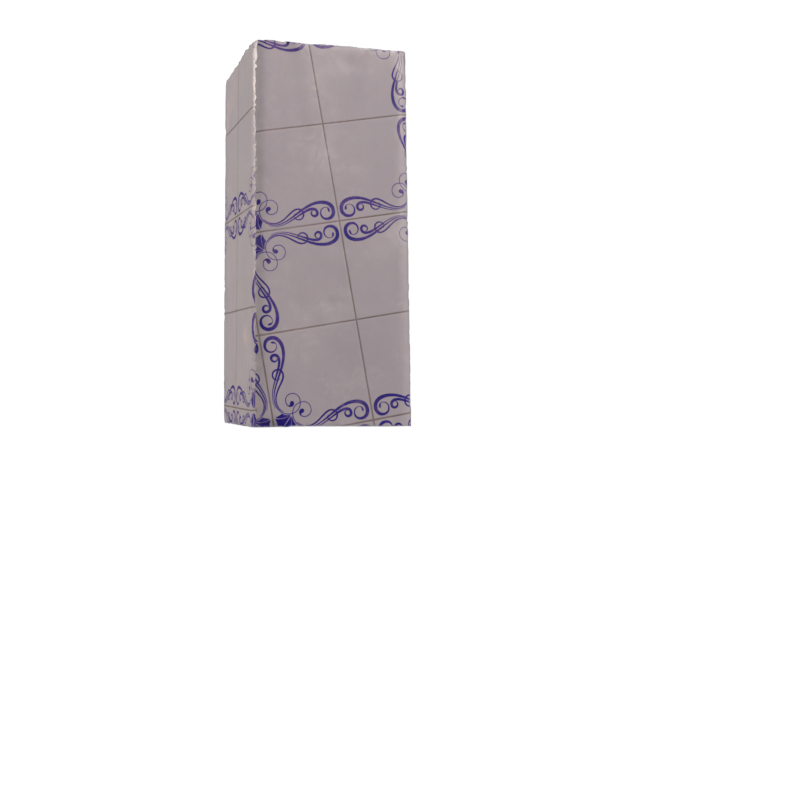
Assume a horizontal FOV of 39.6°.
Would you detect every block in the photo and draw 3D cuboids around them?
[{"bbox_3d":[-0.050,-0.091,0.634,0.088,0.210,0.091,1,-6,-17],"label":"block"}]
